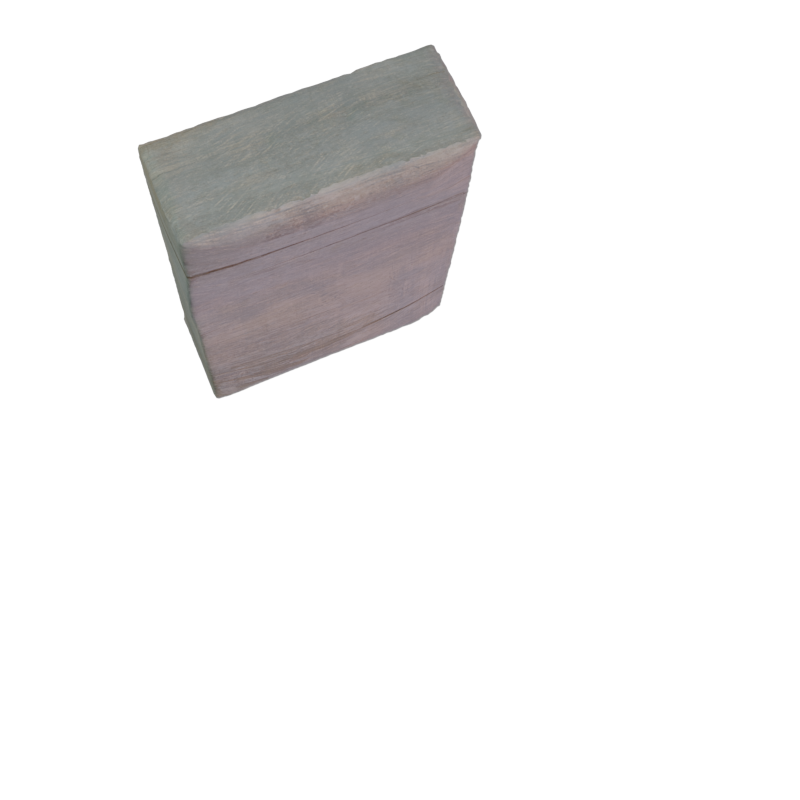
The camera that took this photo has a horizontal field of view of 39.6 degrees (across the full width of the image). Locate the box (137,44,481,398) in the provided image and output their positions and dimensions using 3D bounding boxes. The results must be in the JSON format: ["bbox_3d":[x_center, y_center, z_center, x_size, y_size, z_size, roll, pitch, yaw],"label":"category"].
[{"bbox_3d":[-0.050,-0.091,0.639,0.163,0.076,0.203,-22,-18,-11],"label":"box"}]
